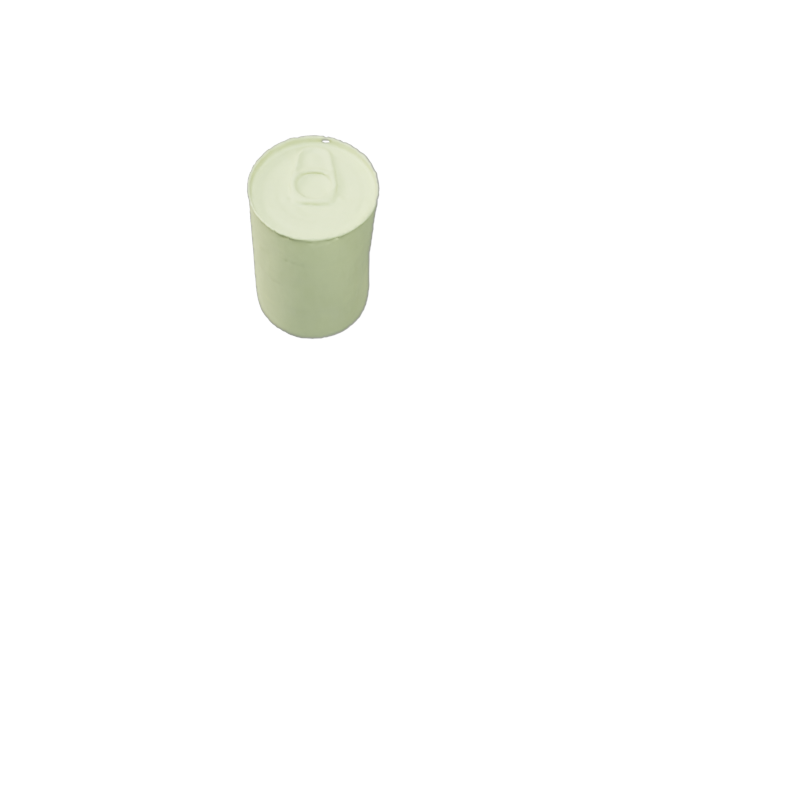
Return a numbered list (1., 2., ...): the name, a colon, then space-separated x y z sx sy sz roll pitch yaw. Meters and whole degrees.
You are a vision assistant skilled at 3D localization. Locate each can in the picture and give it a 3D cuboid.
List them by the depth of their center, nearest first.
1. can: -0.048 -0.087 0.608 0.068 0.073 0.096 0 -30 -3
